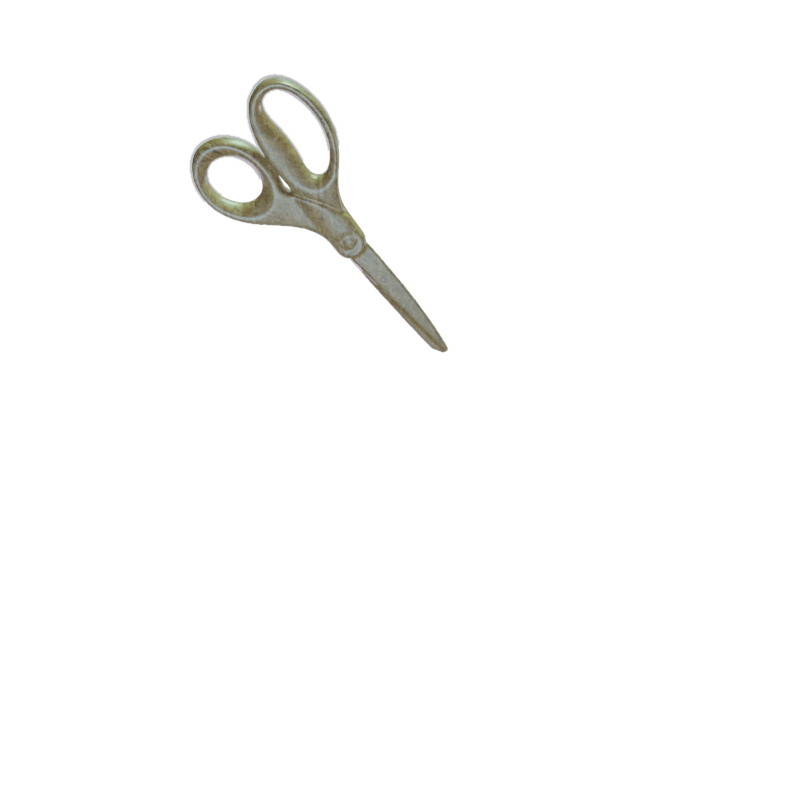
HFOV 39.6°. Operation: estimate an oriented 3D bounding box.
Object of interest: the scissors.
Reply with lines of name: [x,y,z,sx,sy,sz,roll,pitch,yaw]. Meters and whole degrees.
scissors: [-0.052,-0.094,0.659,0.096,0.191,0.017,-21,22,9]
